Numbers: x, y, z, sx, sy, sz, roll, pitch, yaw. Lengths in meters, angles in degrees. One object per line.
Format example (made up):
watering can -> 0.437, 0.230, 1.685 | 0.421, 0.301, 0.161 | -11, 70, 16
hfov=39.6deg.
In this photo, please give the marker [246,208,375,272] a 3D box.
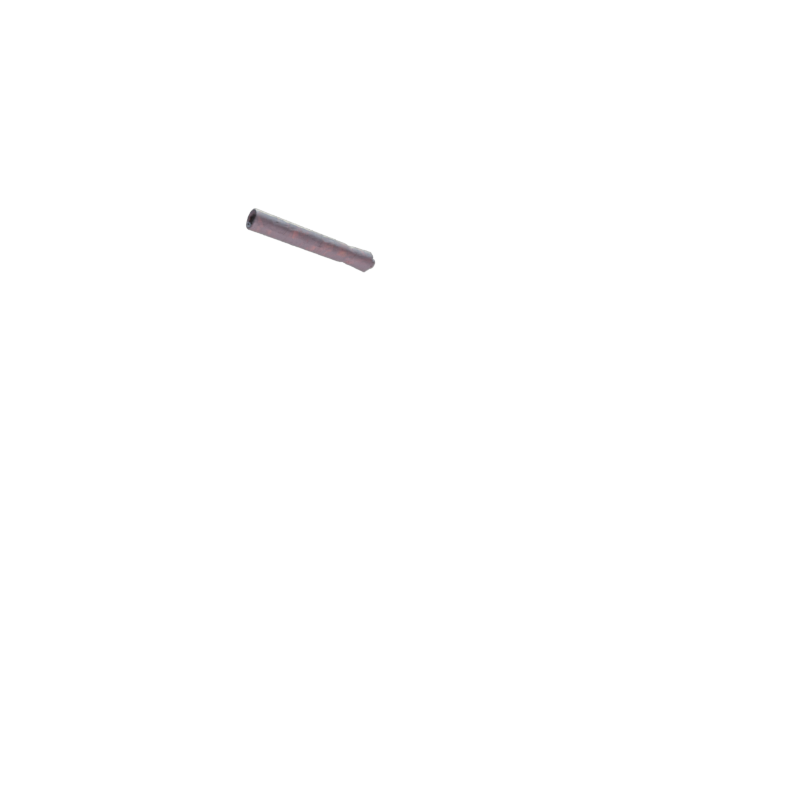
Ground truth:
marker -> -0.074, -0.134, 0.942 | 0.115, 0.020, 0.020 | 18, -5, -25
